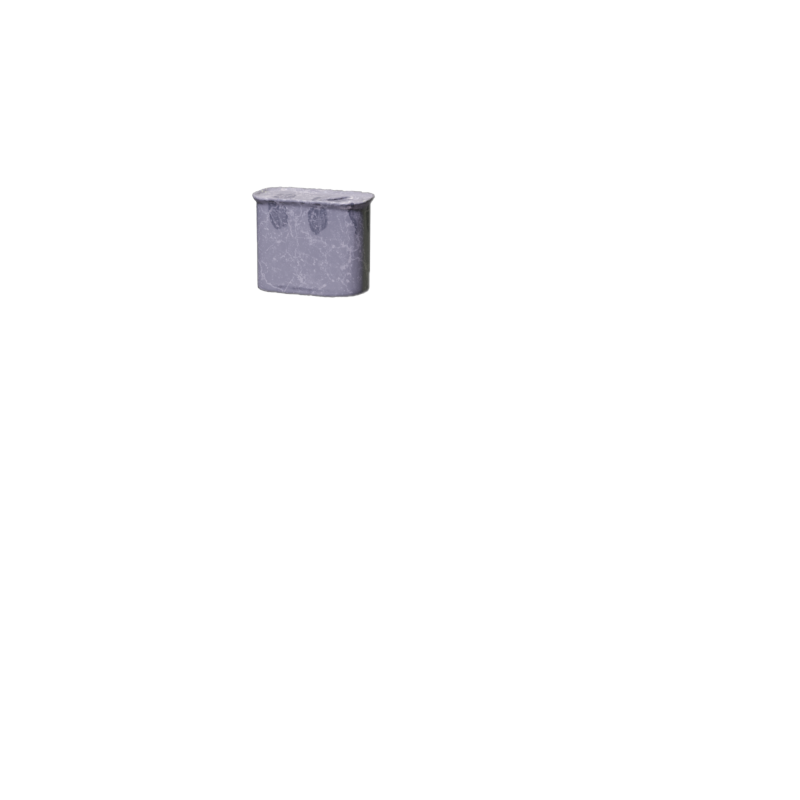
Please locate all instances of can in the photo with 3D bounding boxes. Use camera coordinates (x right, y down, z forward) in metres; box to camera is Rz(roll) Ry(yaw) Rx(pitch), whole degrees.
[{"bbox_3d":[-0.074,-0.136,0.951,0.105,0.081,0.058,6,16,18],"label":"can"}]
